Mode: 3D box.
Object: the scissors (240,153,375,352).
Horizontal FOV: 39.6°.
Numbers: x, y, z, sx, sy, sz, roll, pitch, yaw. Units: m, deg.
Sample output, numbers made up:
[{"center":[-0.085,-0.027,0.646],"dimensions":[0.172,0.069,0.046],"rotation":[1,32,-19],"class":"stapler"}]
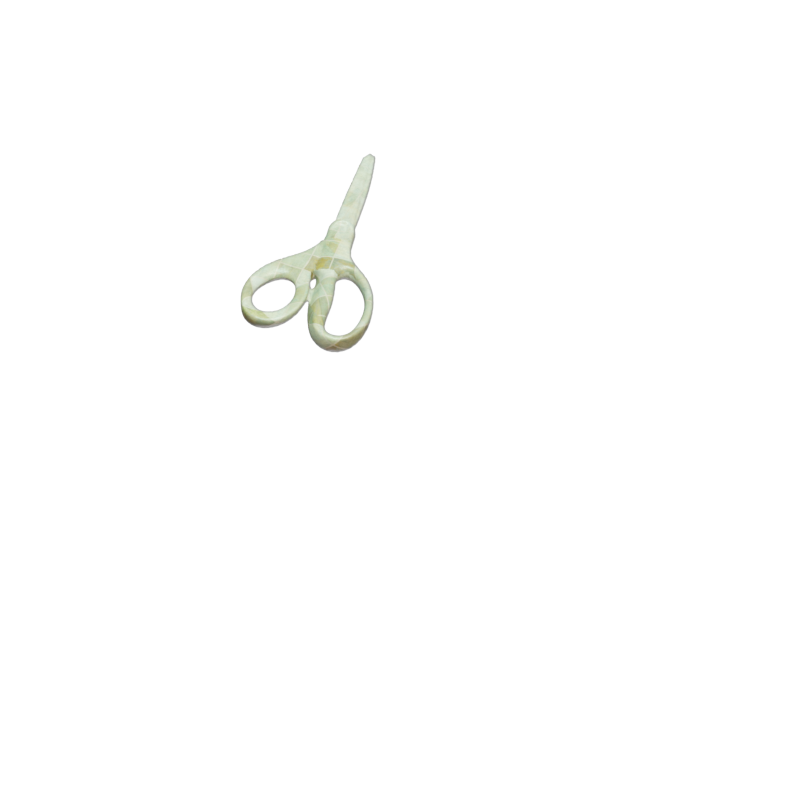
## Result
[{"center":[-0.061,-0.110,0.773],"dimensions":[0.096,0.217,0.015],"rotation":[-2,-45,-2],"class":"scissors"}]
